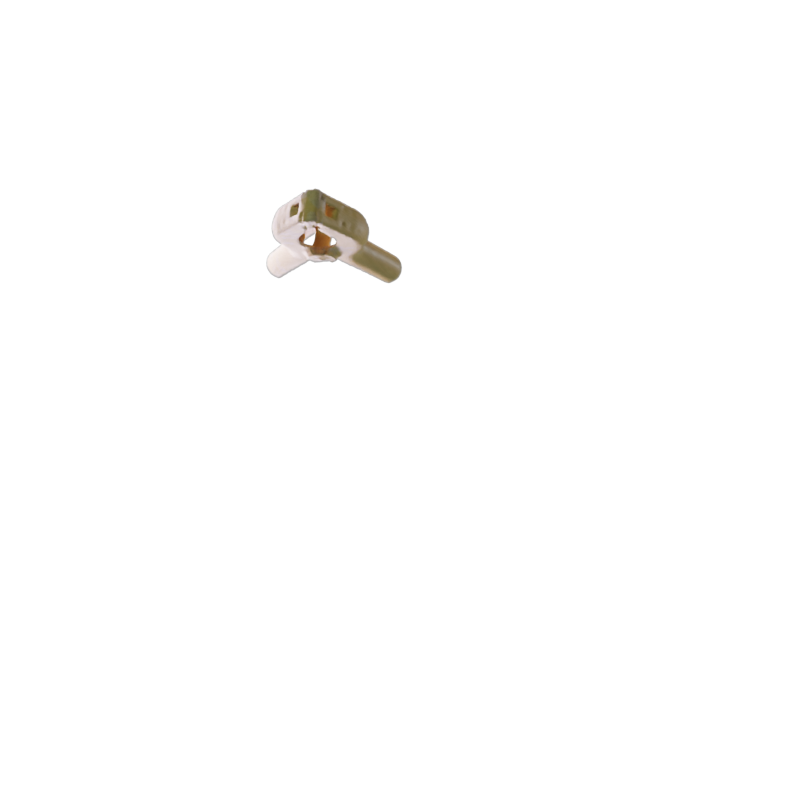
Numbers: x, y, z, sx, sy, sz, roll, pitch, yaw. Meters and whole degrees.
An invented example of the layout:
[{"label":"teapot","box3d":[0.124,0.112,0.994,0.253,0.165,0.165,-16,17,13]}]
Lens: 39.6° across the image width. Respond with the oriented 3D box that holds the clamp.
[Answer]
[{"label":"clamp","box3d":[-0.073,-0.133,0.931,0.122,0.041,0.161,-4,-16,13]}]
